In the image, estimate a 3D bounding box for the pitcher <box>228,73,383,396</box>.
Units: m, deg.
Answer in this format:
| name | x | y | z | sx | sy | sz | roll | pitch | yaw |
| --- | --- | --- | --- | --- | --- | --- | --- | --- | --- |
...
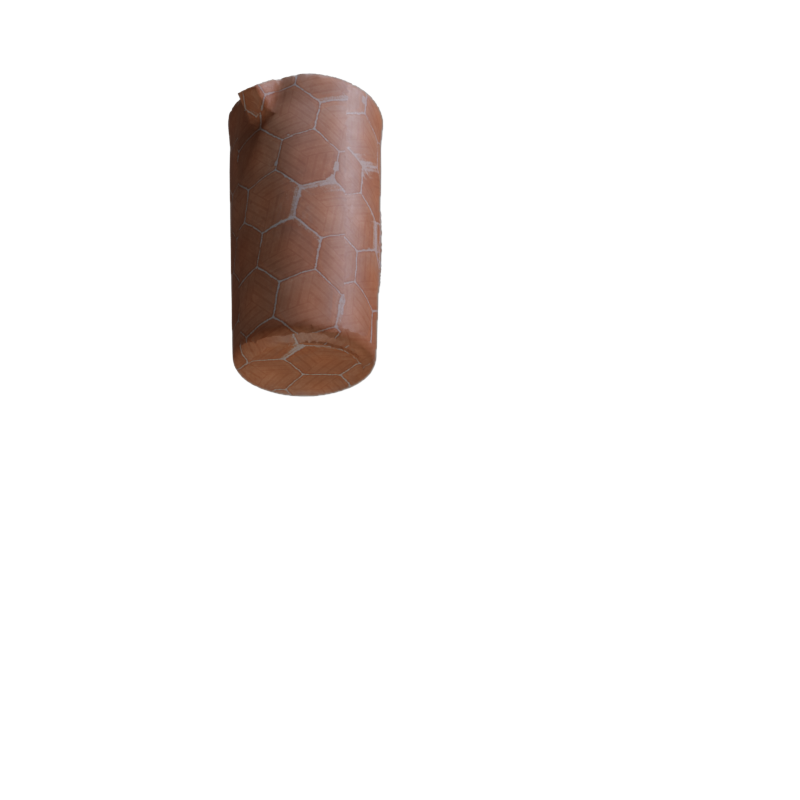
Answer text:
| name | x | y | z | sx | sy | sz | roll | pitch | yaw |
| --- | --- | --- | --- | --- | --- | --- | --- | --- | --- |
| pitcher | -0.070 | -0.128 | 0.895 | 0.146 | 0.259 | 0.138 | 5 | -31 | -12 |
